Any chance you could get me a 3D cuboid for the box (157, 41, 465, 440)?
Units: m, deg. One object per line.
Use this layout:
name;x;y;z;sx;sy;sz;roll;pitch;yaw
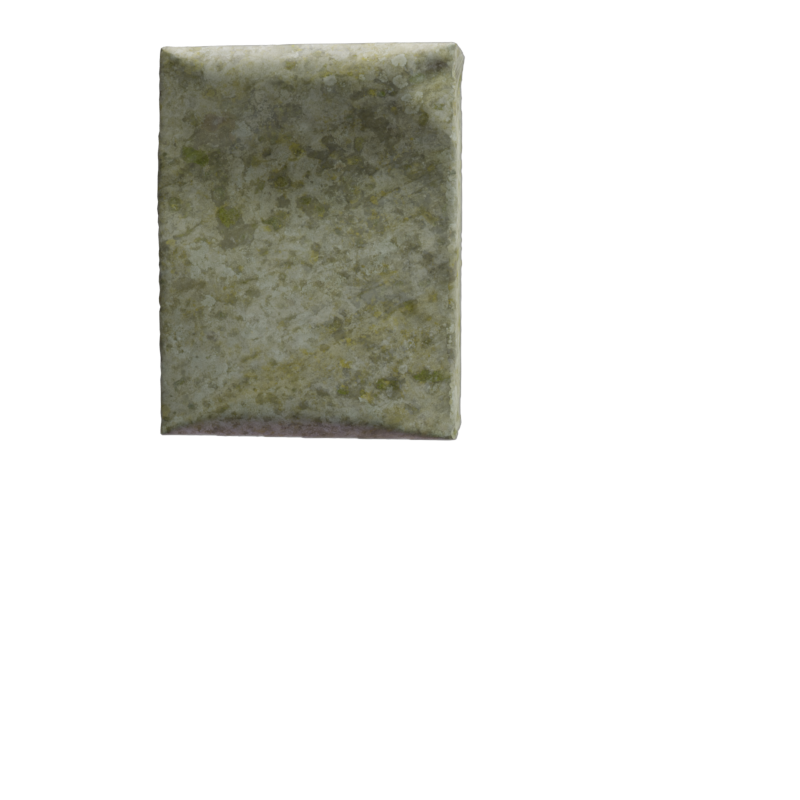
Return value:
box;-0.048;-0.088;0.615;0.166;0.212;0.072;1;4;8
